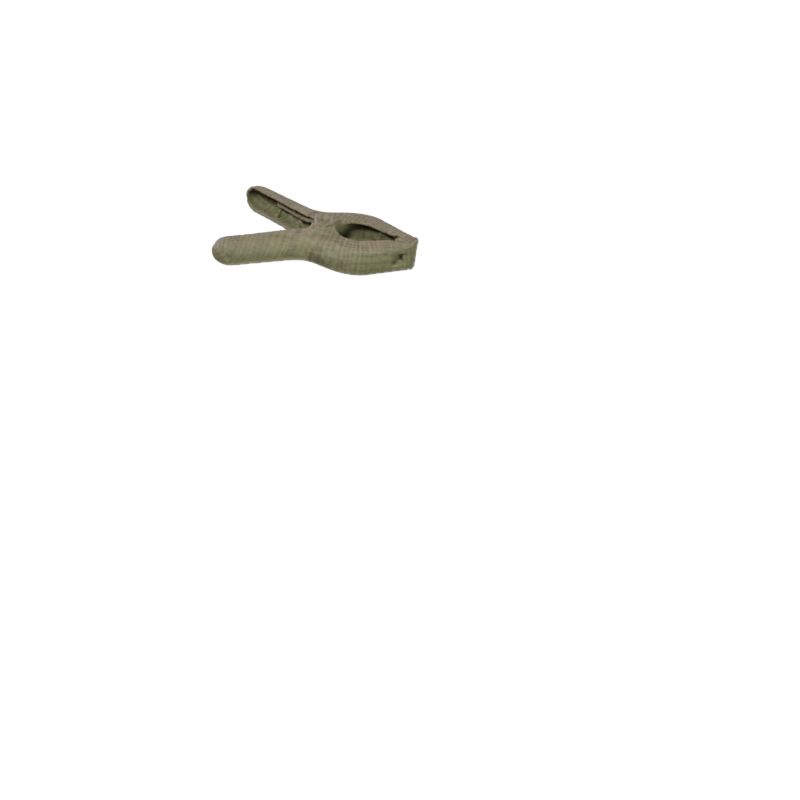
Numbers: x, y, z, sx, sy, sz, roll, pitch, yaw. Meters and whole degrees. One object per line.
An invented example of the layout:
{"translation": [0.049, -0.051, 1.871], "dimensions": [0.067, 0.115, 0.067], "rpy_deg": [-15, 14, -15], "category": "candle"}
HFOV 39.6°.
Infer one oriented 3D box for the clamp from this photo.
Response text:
{"translation": [-0.074, -0.136, 0.950], "dimensions": [0.177, 0.037, 0.125], "rpy_deg": [13, 41, 16], "category": "clamp"}
